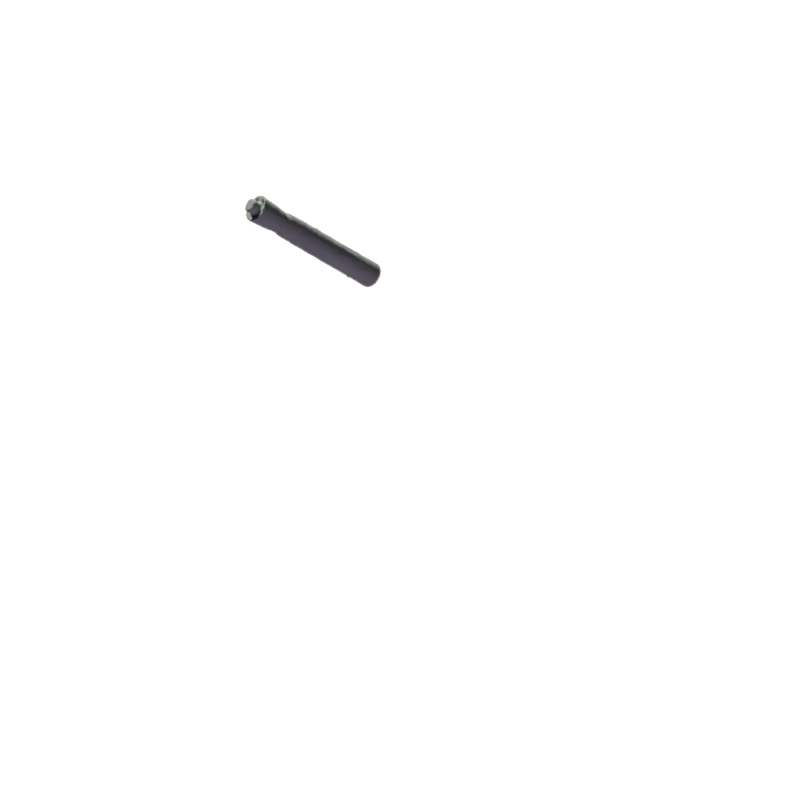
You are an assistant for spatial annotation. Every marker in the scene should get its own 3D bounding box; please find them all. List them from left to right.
[{"bbox_3d":[-0.060,-0.110,0.767,0.113,0.020,0.021,26,-14,-39],"label":"marker"}]
